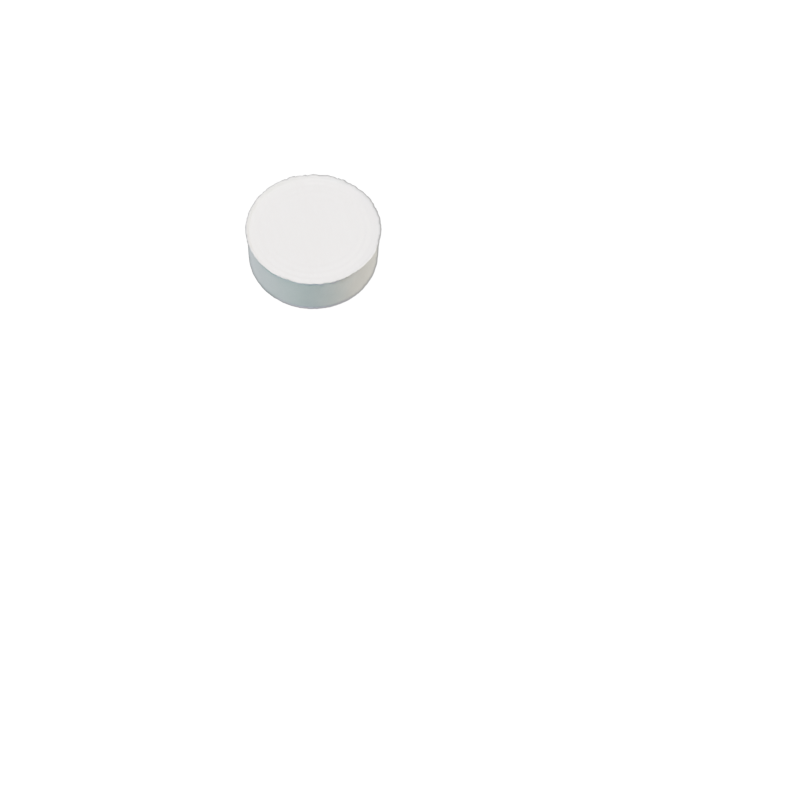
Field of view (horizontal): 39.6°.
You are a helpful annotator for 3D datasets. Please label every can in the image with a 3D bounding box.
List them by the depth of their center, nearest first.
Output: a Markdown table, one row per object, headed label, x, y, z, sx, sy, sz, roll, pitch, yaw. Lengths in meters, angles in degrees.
| label | x | y | z | sx | sy | sz | roll | pitch | yaw |
| --- | --- | --- | --- | --- | --- | --- | --- | --- | --- |
| can | -0.056 | -0.102 | 0.712 | 0.086 | 0.092 | 0.031 | -1 | -33 | -1 |
